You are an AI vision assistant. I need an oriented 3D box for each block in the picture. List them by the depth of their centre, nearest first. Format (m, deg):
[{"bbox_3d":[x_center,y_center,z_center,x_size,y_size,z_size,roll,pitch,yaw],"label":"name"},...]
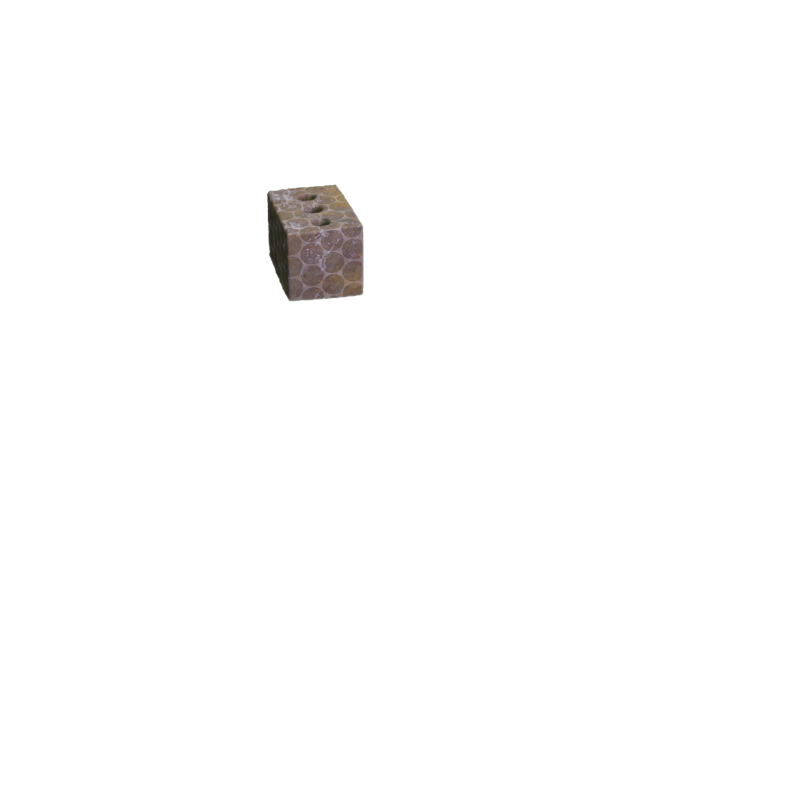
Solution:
[{"bbox_3d":[-0.060,-0.109,0.764,0.052,0.048,0.084,-7,31,-14],"label":"block"}]
